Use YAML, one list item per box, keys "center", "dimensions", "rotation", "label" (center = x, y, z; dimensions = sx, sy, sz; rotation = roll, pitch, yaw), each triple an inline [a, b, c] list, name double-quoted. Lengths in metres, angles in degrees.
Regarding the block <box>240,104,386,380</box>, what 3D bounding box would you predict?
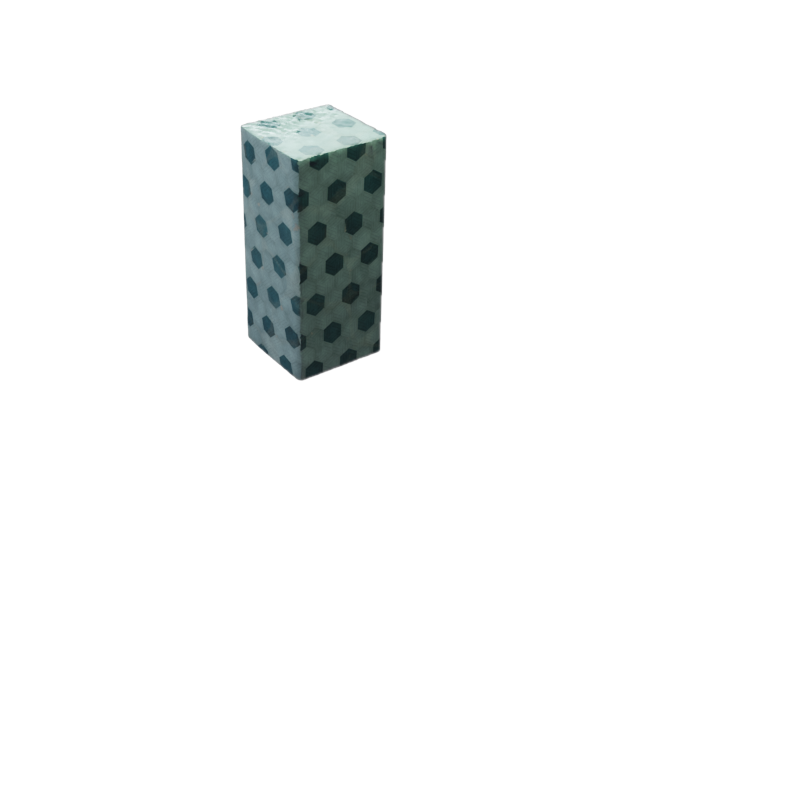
- center: [-0.074, -0.135, 0.946]
  dimensions: [0.089, 0.194, 0.097]
  rotation: [-18, 36, -31]
  label: "block"
